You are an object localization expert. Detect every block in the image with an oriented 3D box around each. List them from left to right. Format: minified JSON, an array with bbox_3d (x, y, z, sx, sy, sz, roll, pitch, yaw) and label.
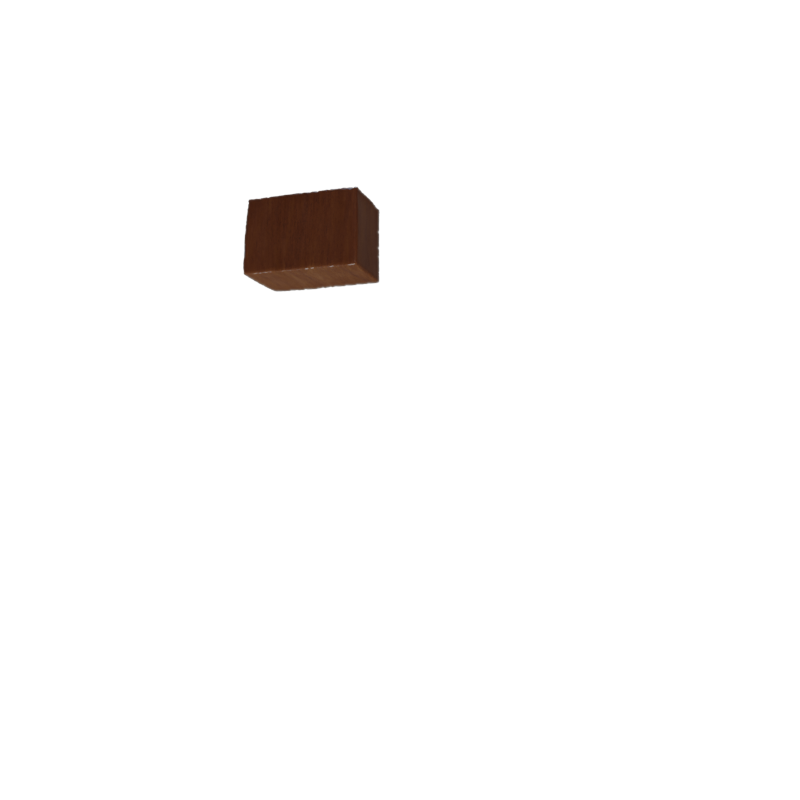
[{"bbox_3d":[-0.057,-0.104,0.728,0.079,0.053,0.050,-4,-13,18],"label":"block"}]
